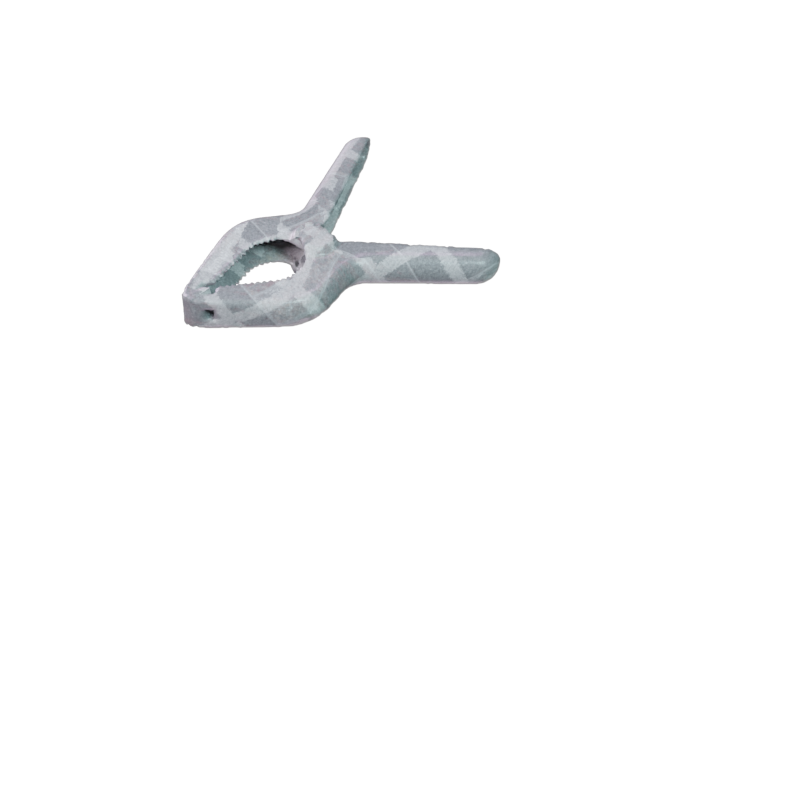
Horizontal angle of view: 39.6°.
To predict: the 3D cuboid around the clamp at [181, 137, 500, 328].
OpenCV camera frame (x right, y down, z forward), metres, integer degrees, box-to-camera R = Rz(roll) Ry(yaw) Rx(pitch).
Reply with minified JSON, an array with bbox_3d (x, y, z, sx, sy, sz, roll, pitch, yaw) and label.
[{"bbox_3d":[-0.060,-0.110,0.771,0.208,0.034,0.178,-21,50,-19],"label":"clamp"}]
